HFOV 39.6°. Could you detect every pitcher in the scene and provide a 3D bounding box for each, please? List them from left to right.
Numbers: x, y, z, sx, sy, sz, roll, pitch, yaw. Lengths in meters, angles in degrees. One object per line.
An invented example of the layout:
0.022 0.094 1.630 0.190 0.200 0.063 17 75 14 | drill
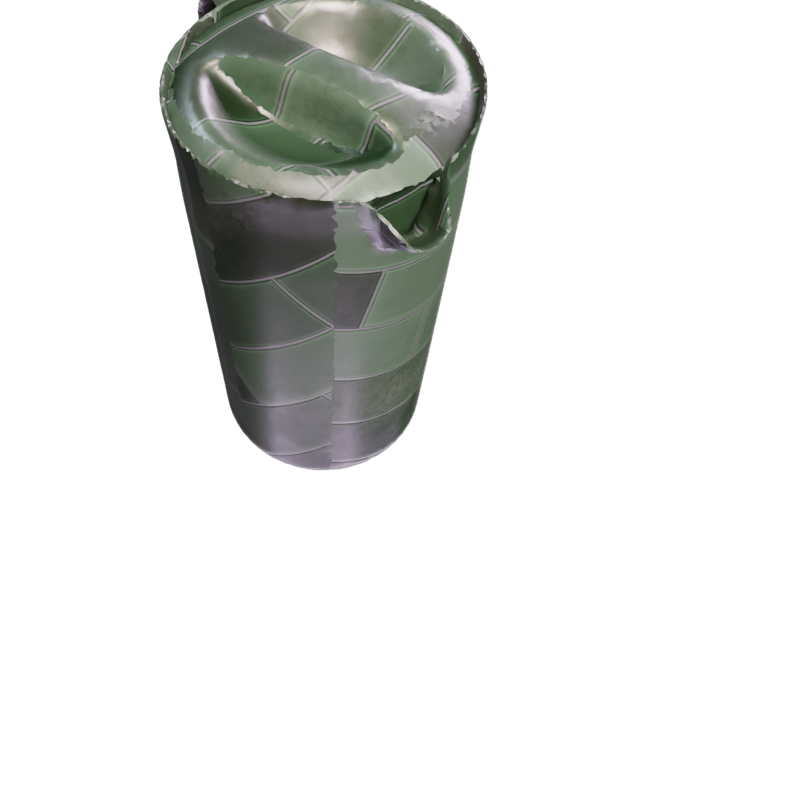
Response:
-0.042 -0.077 0.542 0.147 0.157 0.227 12 -35 5 | pitcher
